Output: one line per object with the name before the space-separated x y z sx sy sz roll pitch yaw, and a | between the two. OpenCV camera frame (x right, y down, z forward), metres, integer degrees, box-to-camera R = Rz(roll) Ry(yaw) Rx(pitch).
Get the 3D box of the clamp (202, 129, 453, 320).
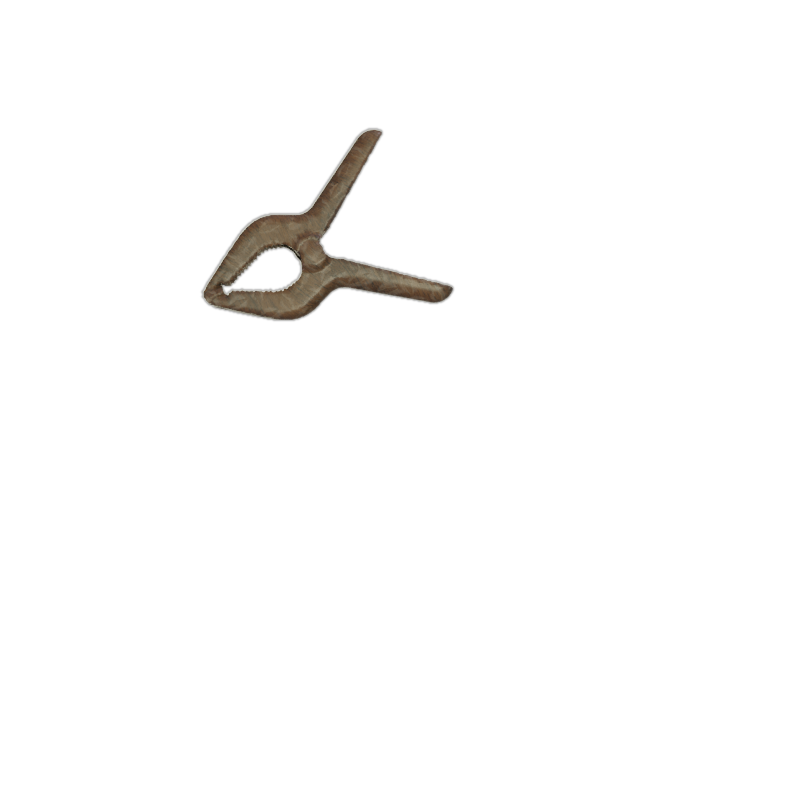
clamp | -0.076 -0.139 0.971 0.209 0.169 0.035 -17 -10 -3
